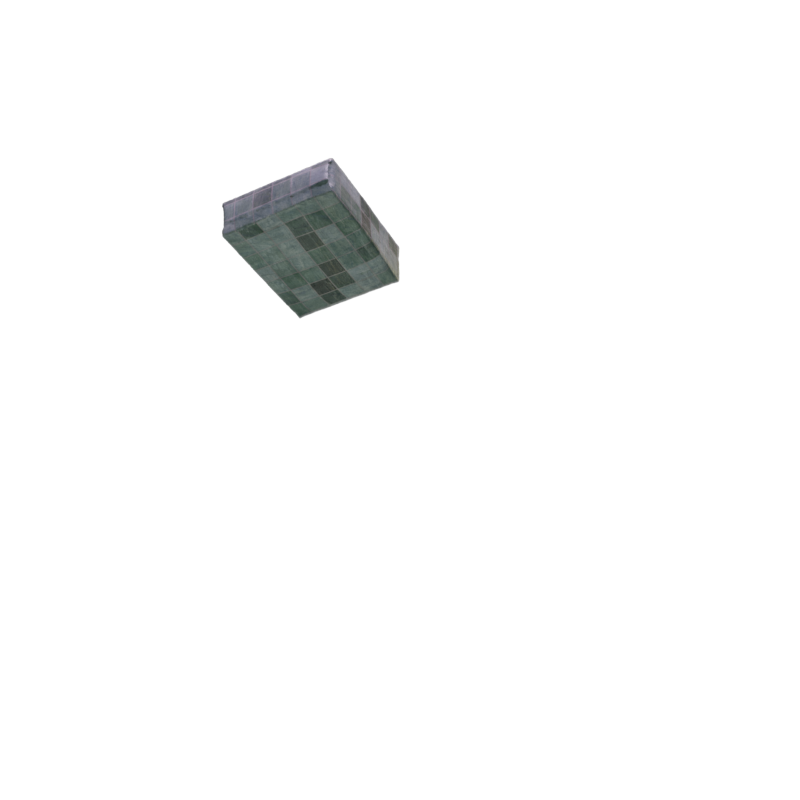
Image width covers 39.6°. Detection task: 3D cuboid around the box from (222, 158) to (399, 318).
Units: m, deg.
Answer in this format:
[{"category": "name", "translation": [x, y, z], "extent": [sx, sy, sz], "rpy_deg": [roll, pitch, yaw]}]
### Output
[{"category": "box", "translation": [-0.063, -0.115, 0.802], "extent": [0.090, 0.042, 0.105], "rpy_deg": [-18, -42, 21]}]
